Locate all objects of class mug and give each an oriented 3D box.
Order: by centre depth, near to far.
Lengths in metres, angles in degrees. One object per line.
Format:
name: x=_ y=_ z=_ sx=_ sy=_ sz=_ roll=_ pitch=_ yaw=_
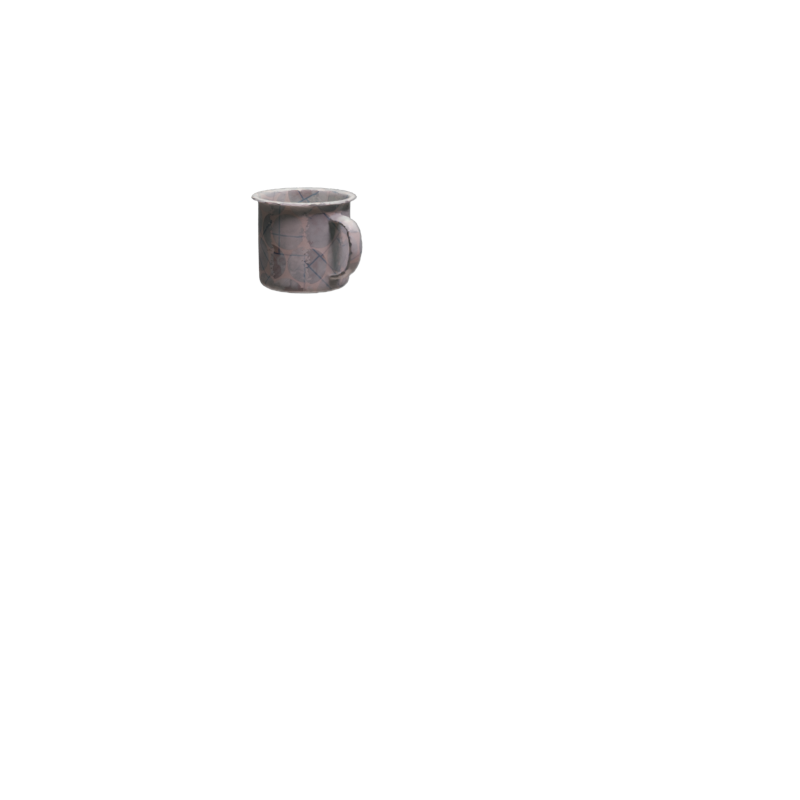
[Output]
mug: x=-0.077 y=-0.140 z=0.980 sx=0.124 sy=0.079 sz=0.091 roll=16 pitch=22 yaw=42
